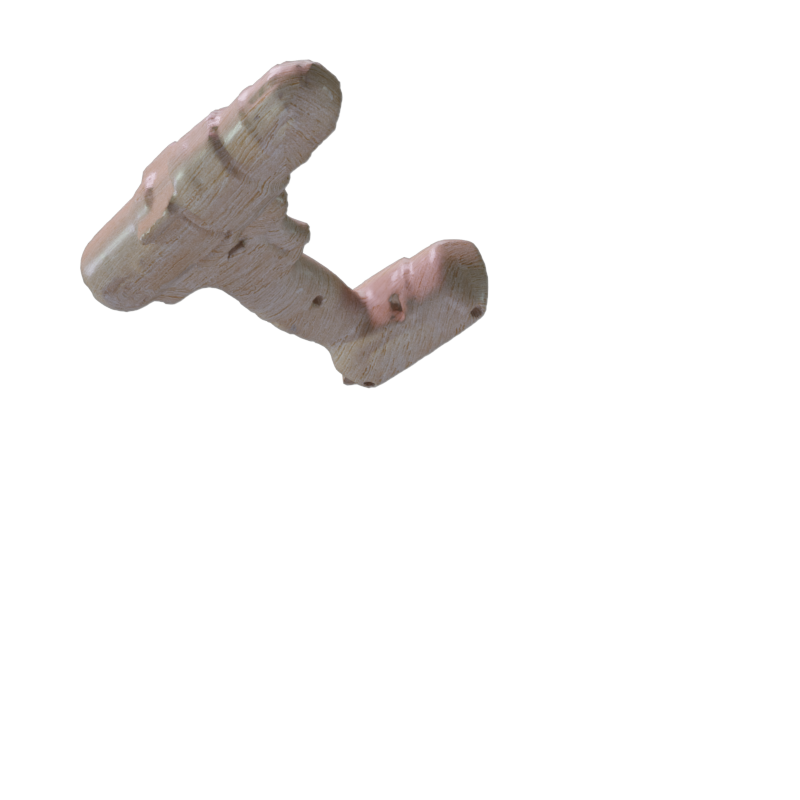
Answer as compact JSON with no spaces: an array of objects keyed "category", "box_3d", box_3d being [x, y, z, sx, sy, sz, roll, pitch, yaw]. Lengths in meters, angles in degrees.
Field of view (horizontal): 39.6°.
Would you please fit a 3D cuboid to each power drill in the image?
[{"category":"power drill","box_3d":[-0.045,-0.082,0.572,0.177,0.061,0.183,26,-42,-33]}]
